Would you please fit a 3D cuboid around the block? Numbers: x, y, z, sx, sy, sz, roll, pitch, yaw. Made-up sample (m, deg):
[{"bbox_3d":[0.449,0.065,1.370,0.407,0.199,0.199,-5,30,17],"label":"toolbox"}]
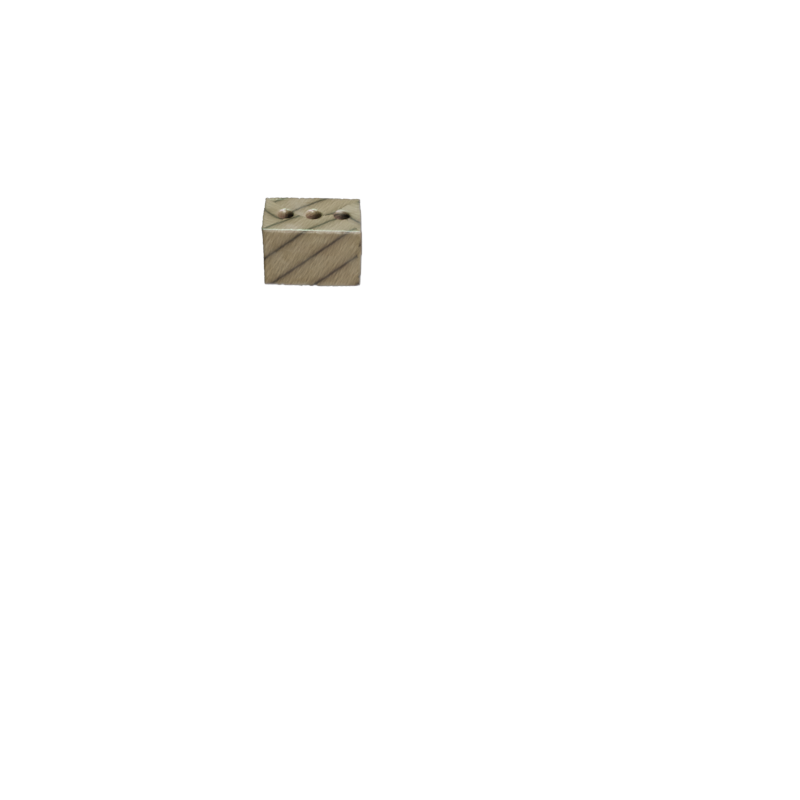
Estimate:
[{"bbox_3d":[-0.068,-0.124,0.871,0.078,0.048,0.056,1,35,0],"label":"block"}]
